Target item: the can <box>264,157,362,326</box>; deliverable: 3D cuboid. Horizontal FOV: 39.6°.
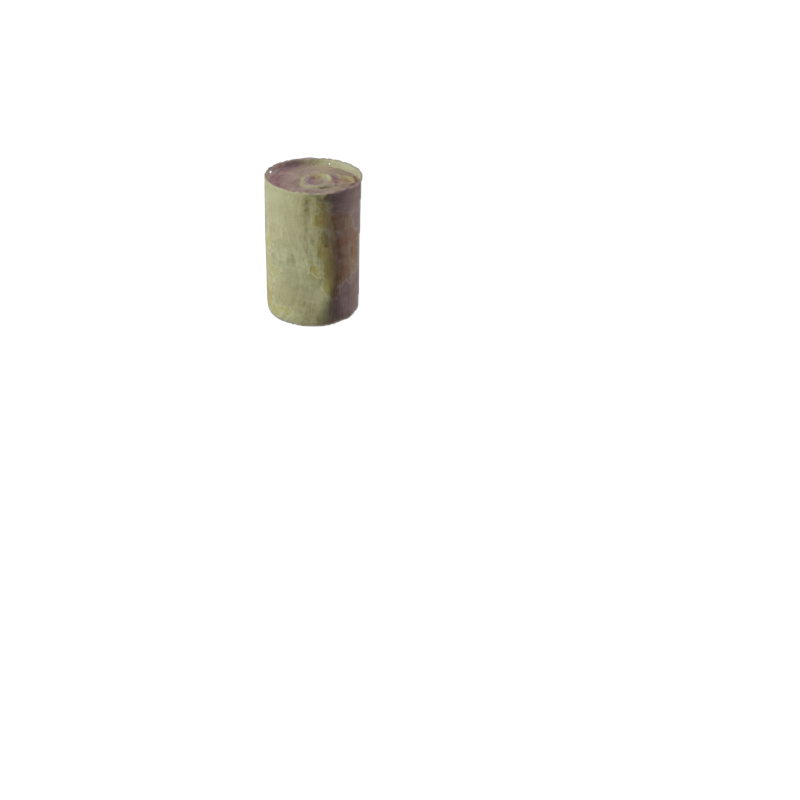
[{"bbox_3d":[-0.061,-0.112,0.782,0.068,0.097,0.073,0,28,-2],"label":"can"}]
